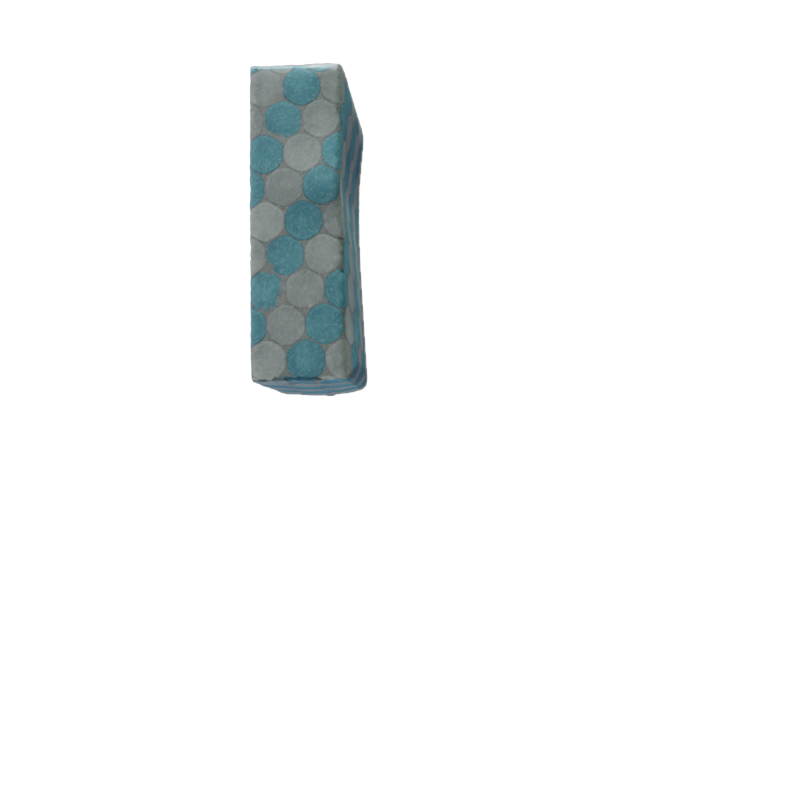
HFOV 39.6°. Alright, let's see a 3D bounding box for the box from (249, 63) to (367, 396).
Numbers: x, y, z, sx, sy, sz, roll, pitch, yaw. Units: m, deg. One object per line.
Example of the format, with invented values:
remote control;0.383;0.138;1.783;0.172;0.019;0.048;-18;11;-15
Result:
box;-0.063;-0.114;0.798;0.072;0.219;0.160;-1;-8;3
